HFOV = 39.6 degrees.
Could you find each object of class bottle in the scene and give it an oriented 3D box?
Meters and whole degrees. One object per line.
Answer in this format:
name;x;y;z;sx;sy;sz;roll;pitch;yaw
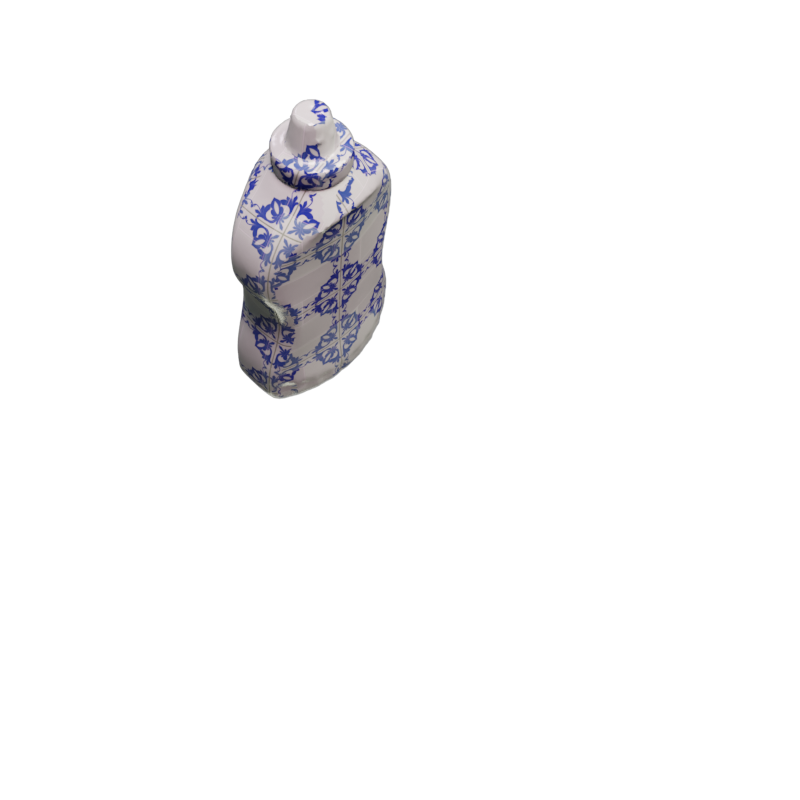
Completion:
bottle;-0.046;-0.084;0.584;0.097;0.062;0.179;-40;-22;-25
